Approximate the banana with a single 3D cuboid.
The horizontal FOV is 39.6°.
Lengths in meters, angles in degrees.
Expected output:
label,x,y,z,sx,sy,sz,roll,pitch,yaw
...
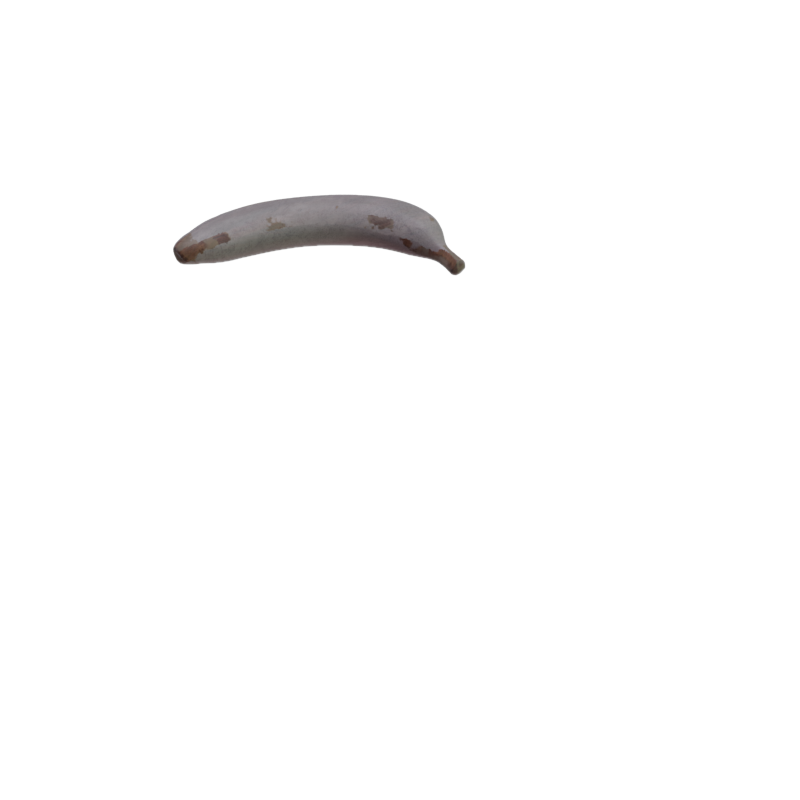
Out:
label,x,y,z,sx,sy,sz,roll,pitch,yaw
banana,-0.056,-0.118,0.772,0.198,0.035,0.074,1,31,1
